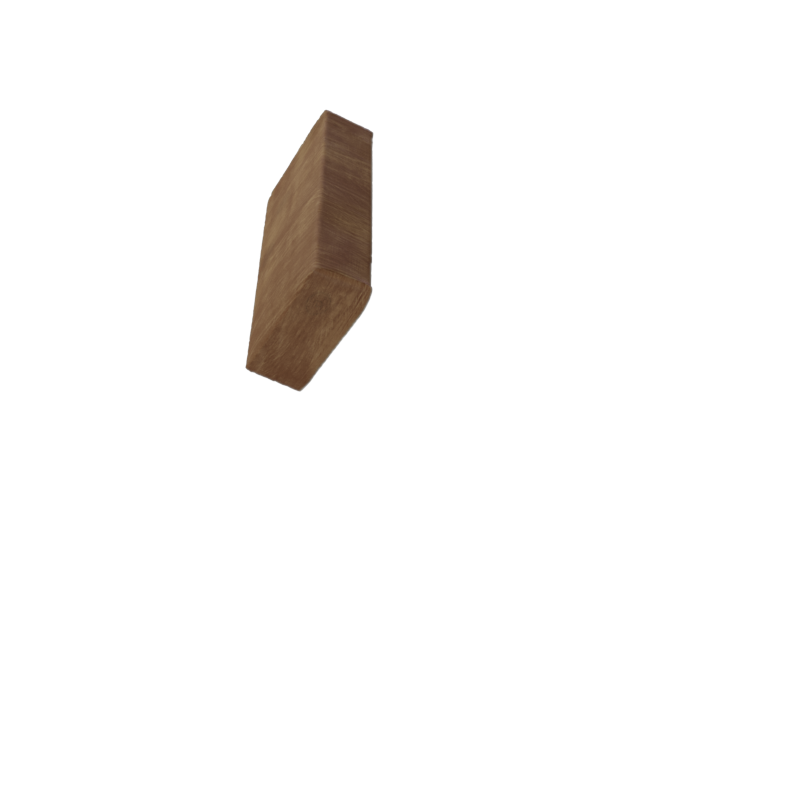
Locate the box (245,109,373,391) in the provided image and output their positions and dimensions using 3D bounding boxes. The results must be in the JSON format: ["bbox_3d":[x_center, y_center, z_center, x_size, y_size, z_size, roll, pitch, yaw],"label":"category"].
[{"bbox_3d":[-0.056,-0.102,0.715,0.046,0.189,0.090,22,-53,-23],"label":"box"}]
